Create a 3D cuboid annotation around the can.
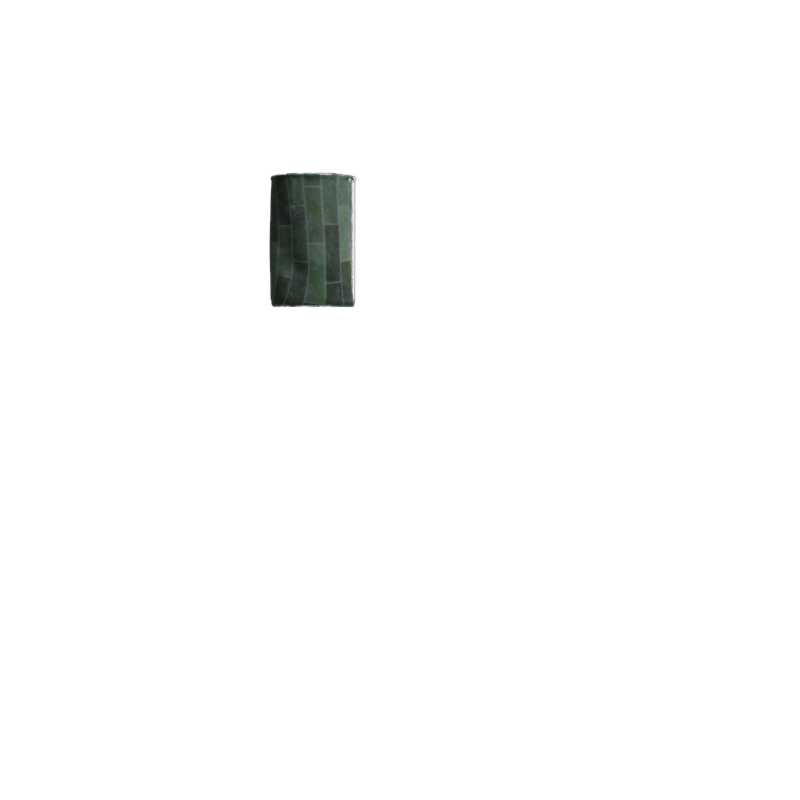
[{"bbox_3d":[-0.068,-0.124,0.868,0.068,0.103,0.068,0,-1,-2],"label":"can"}]
